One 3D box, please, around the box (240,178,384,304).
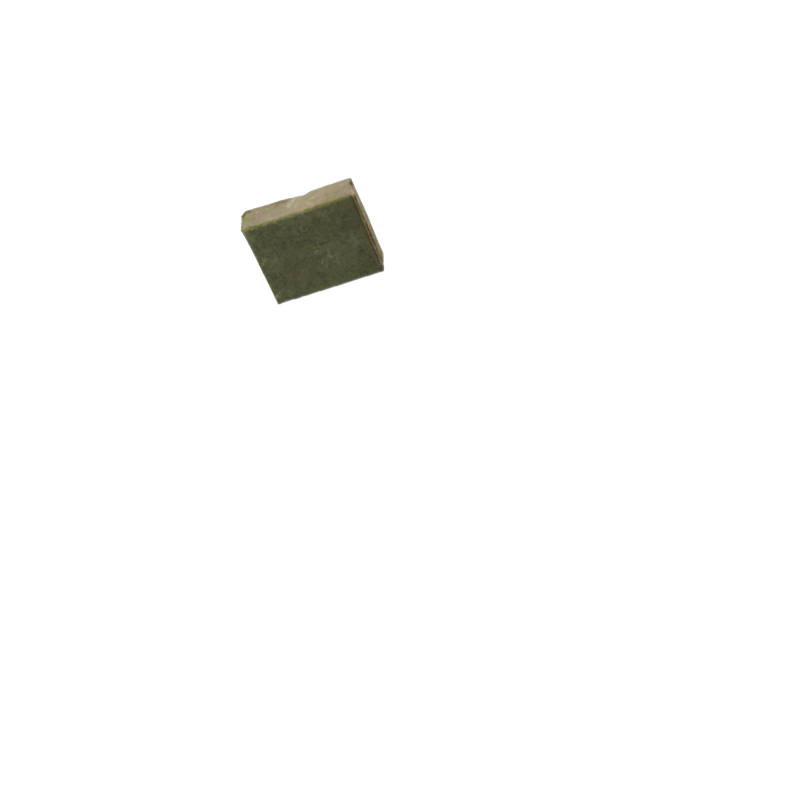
[{"bbox_3d":[-0.065,-0.119,0.830,0.090,0.068,0.032,-16,37,12],"label":"box"}]
